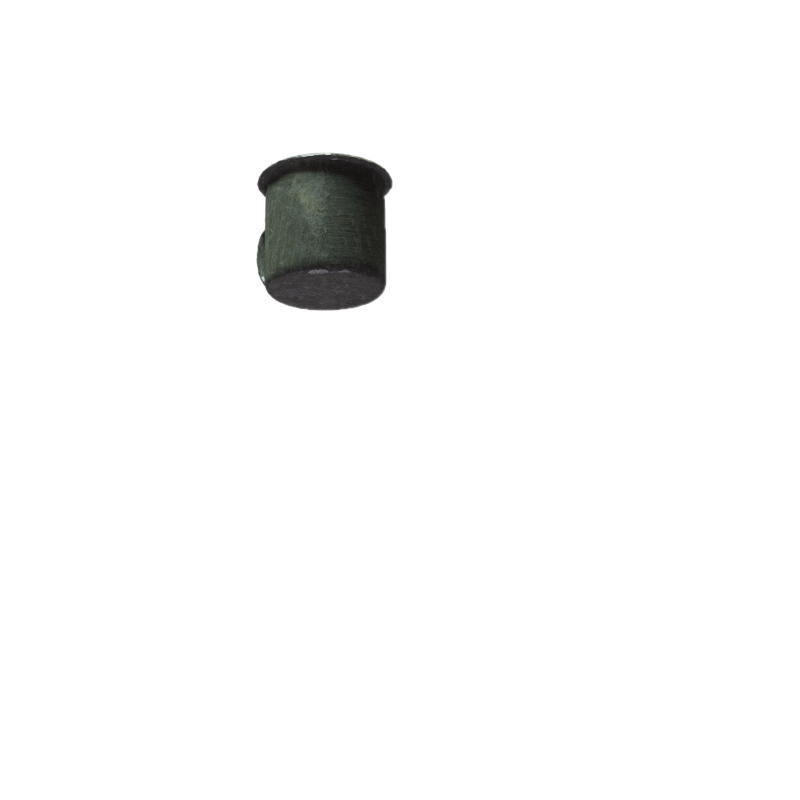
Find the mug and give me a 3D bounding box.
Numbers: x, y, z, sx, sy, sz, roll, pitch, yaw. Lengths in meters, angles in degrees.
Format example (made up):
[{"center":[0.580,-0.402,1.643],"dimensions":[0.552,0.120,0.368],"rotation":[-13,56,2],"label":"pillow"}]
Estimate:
[{"center":[-0.059,-0.108,0.758],"dimensions":[0.088,0.085,0.119],"rotation":[17,-24,-42],"label":"mug"}]
